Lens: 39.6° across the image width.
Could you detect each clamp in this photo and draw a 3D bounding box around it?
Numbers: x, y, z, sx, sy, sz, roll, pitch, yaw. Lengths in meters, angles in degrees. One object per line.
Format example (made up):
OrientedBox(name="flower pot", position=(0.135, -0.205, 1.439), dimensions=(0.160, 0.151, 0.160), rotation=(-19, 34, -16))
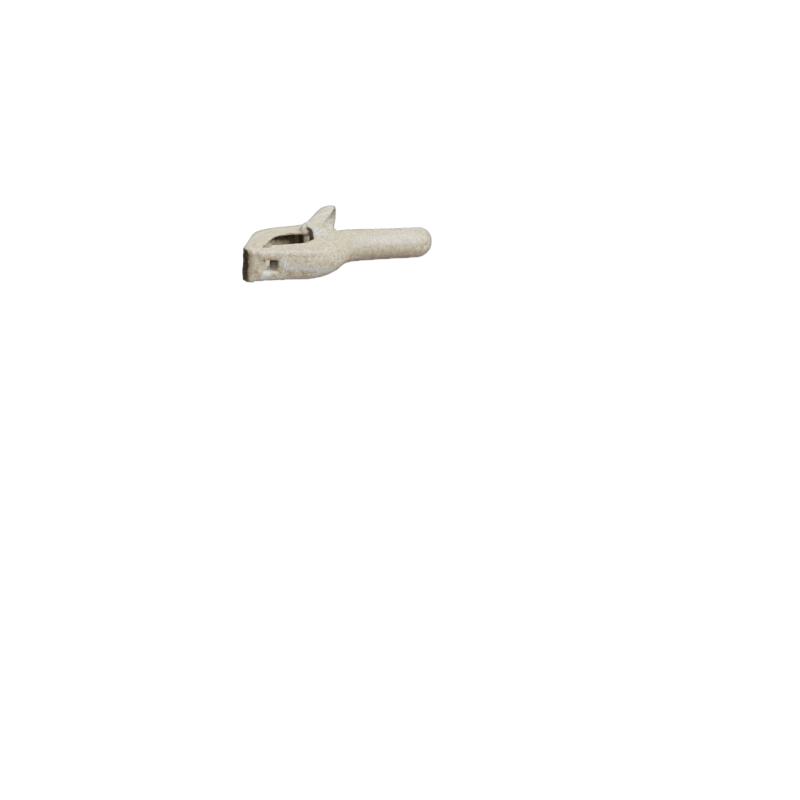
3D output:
OrientedBox(name="clamp", position=(-0.072, -0.131, 0.919), dimensions=(0.167, 0.038, 0.127), rotation=(-15, 22, -39))
